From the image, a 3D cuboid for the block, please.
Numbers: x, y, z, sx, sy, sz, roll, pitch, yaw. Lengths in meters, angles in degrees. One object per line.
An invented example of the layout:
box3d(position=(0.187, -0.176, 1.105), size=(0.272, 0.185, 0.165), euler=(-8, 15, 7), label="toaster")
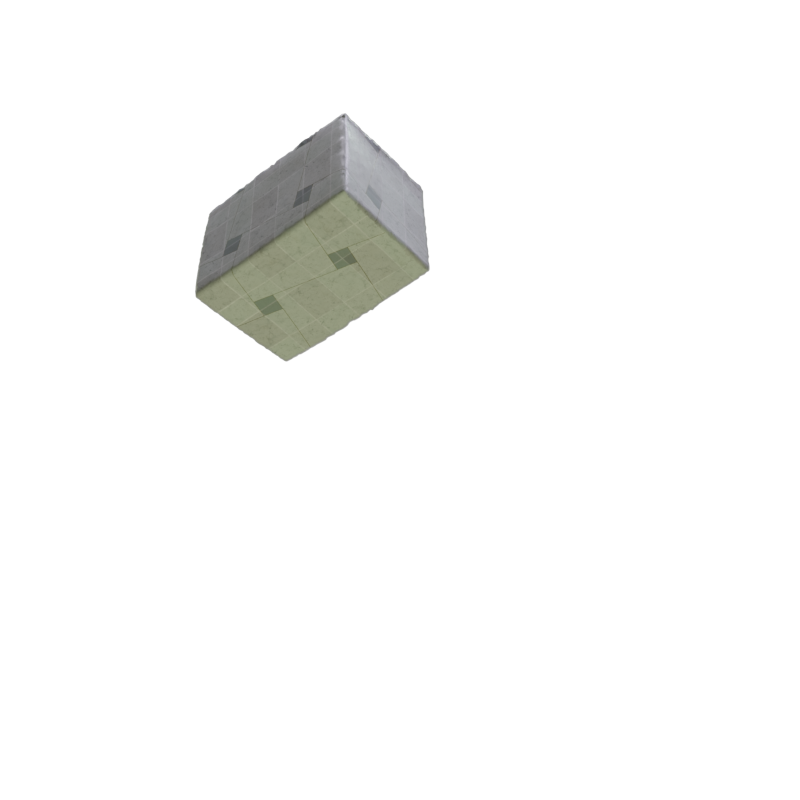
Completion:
box3d(position=(-0.034, -0.063, 0.440), size=(0.078, 0.055, 0.049), euler=(-31, -53, 25), label="block")
